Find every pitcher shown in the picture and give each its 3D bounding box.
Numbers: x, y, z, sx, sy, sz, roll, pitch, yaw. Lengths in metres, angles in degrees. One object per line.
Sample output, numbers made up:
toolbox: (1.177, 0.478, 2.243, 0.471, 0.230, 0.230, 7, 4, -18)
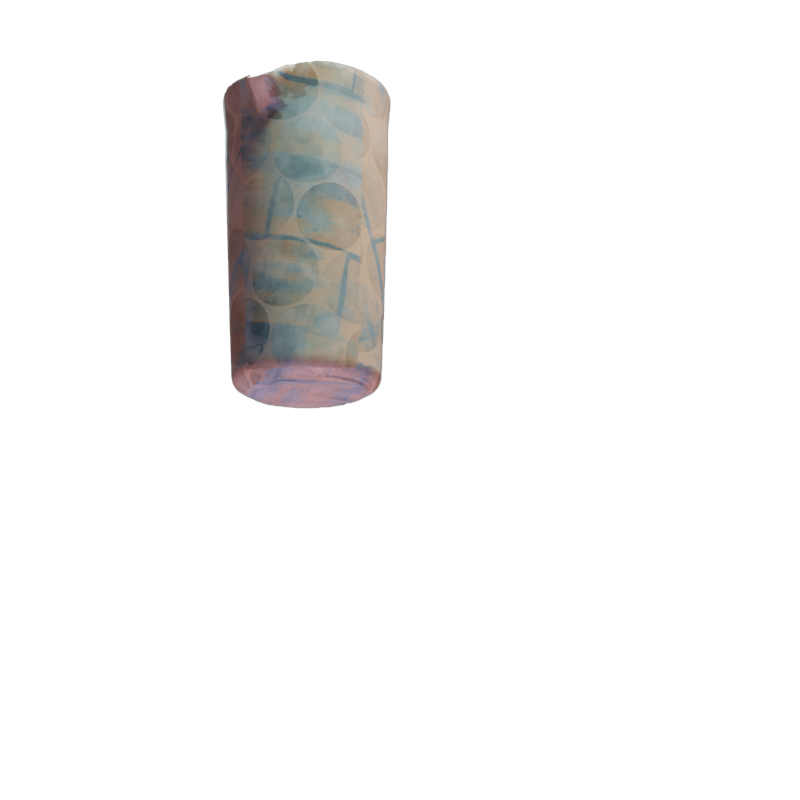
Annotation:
pitcher: (-0.066, -0.121, 0.845, 0.144, 0.255, 0.143, 7, -22, -23)
